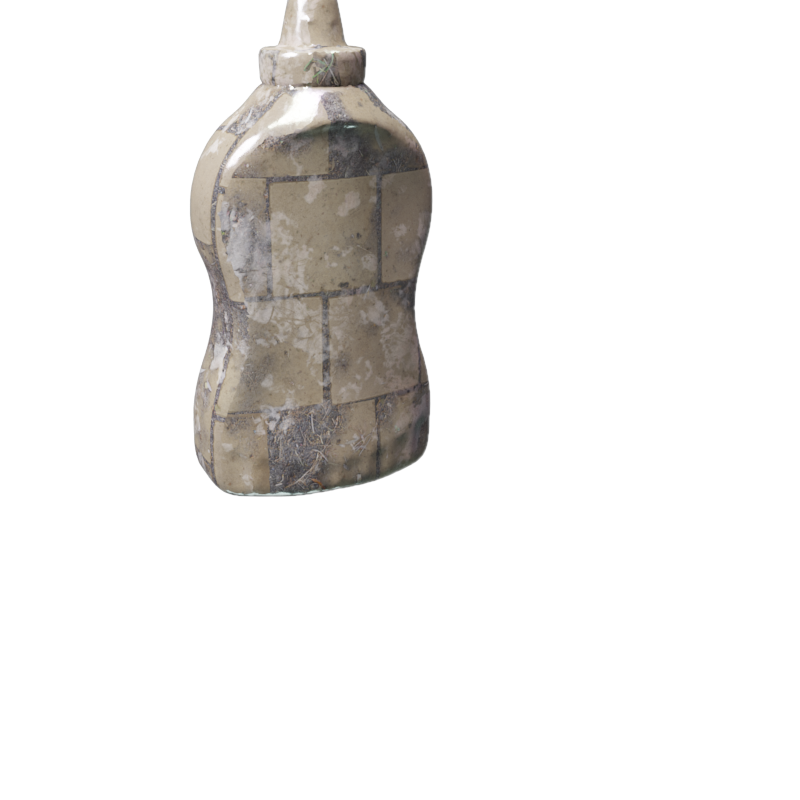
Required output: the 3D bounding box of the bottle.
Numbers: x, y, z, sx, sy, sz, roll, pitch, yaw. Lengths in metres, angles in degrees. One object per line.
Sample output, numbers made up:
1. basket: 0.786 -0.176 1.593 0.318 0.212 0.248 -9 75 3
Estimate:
1. bottle: -0.034 -0.063 0.437 0.094 0.185 0.062 -6 16 -22
